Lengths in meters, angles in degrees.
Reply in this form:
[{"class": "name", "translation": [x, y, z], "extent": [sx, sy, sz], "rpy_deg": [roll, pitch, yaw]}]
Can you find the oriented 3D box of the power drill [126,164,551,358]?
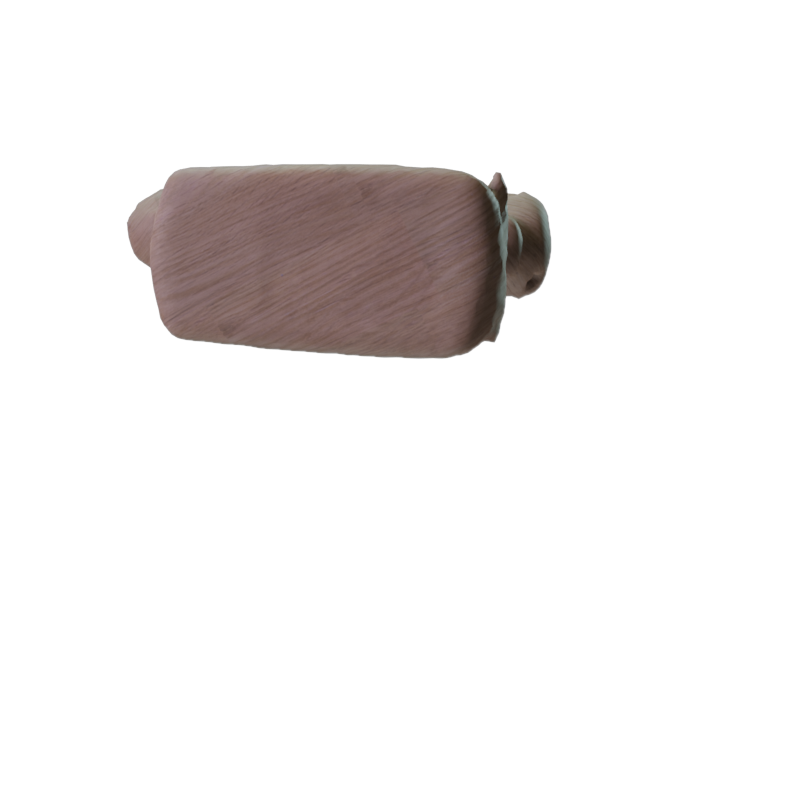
[{"class": "power drill", "translation": [-0.033, -0.059, 0.416], "extent": [0.186, 0.056, 0.189], "rpy_deg": [1, 11, 5]}]
